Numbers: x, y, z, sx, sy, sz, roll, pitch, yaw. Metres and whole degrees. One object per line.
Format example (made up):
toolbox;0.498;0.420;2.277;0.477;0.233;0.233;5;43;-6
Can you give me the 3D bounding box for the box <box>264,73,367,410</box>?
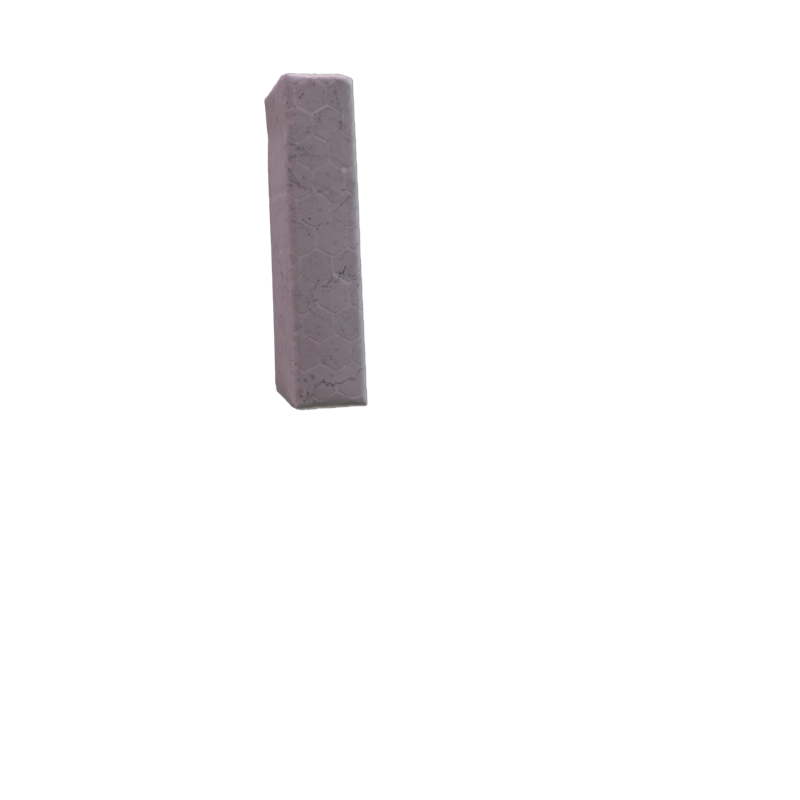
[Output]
box;-0.048;-0.089;0.621;0.047;0.176;0.095;0;1;-12
